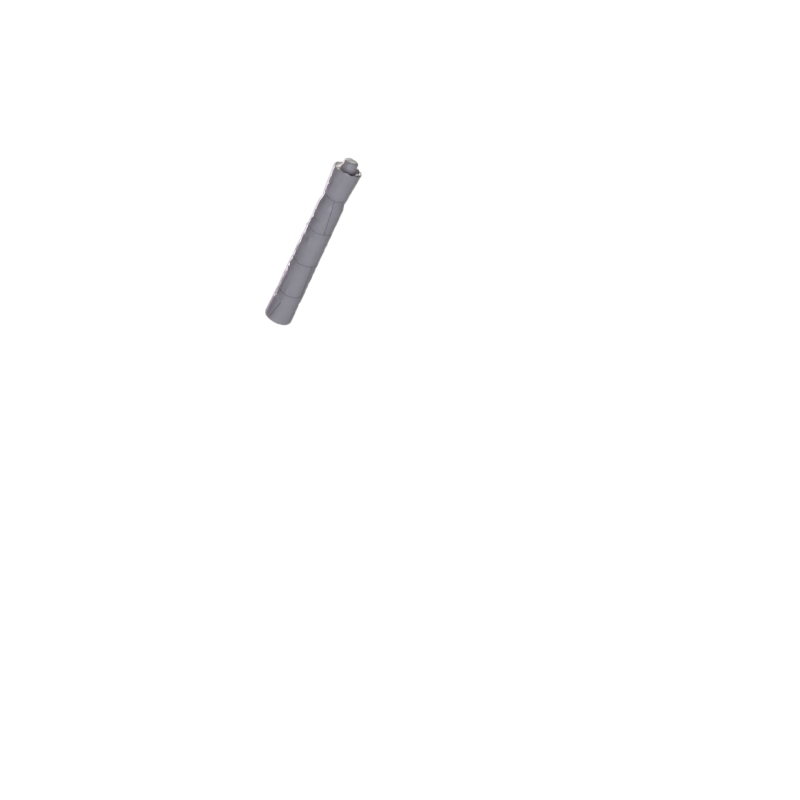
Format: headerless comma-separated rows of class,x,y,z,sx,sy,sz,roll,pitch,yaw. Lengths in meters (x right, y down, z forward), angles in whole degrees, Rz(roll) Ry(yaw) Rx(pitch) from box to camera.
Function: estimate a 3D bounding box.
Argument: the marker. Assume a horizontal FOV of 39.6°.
marker,-0.055,-0.101,0.707,0.019,0.117,0.021,22,26,-14
